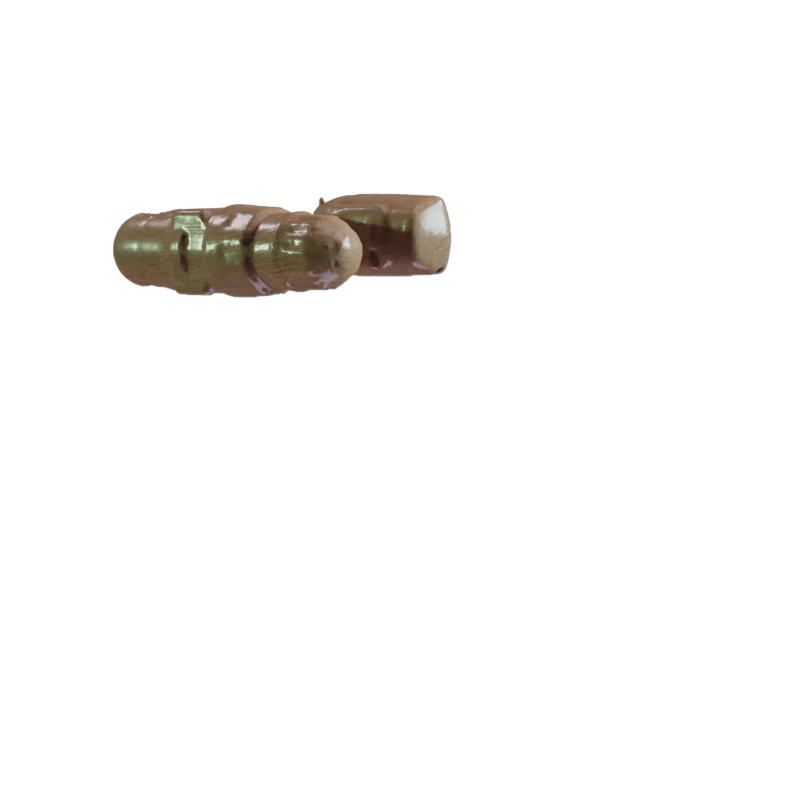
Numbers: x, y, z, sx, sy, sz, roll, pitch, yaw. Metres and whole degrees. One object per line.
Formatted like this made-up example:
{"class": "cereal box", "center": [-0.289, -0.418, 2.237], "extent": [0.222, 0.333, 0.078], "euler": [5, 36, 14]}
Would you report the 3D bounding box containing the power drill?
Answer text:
{"class": "power drill", "center": [-0.053, -0.097, 0.677], "extent": [0.193, 0.056, 0.182], "euler": [9, 14, 41]}
